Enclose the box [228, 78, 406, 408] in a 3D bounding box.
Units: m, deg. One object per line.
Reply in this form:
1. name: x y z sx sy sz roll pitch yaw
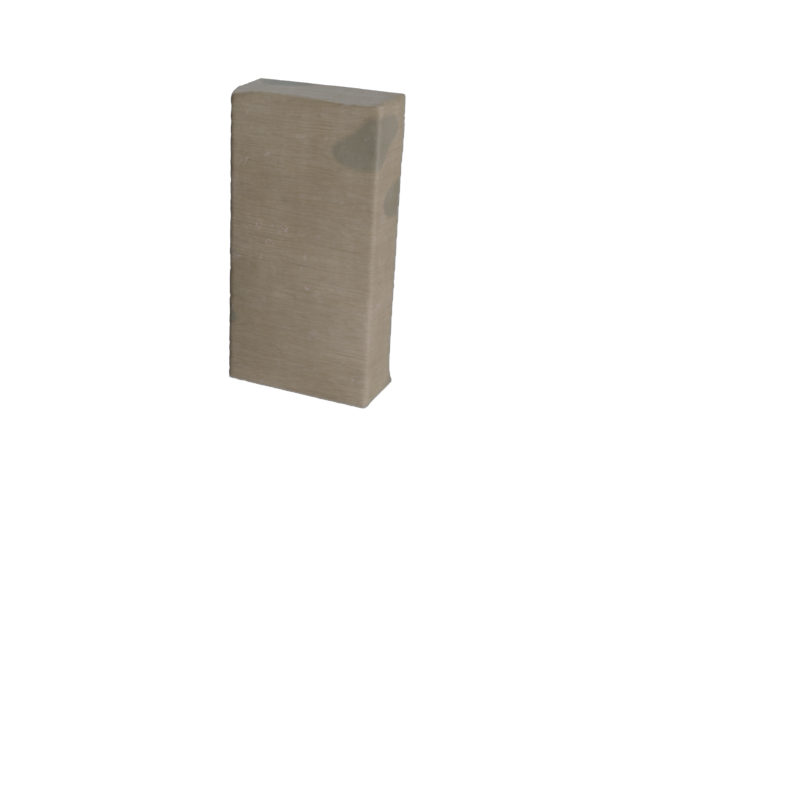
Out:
1. box: -0.050 -0.090 0.634 0.097 0.168 0.049 11 23 22
